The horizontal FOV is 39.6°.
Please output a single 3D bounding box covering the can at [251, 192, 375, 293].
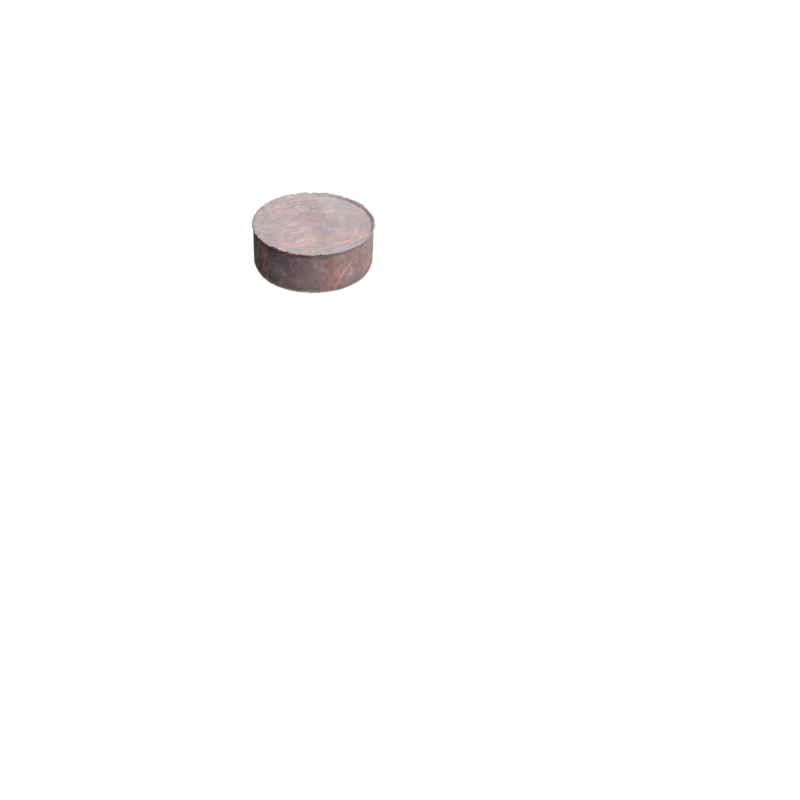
[{"bbox_3d":[-0.061,-0.111,0.780,0.086,0.031,0.092,-1,37,-2],"label":"can"}]
